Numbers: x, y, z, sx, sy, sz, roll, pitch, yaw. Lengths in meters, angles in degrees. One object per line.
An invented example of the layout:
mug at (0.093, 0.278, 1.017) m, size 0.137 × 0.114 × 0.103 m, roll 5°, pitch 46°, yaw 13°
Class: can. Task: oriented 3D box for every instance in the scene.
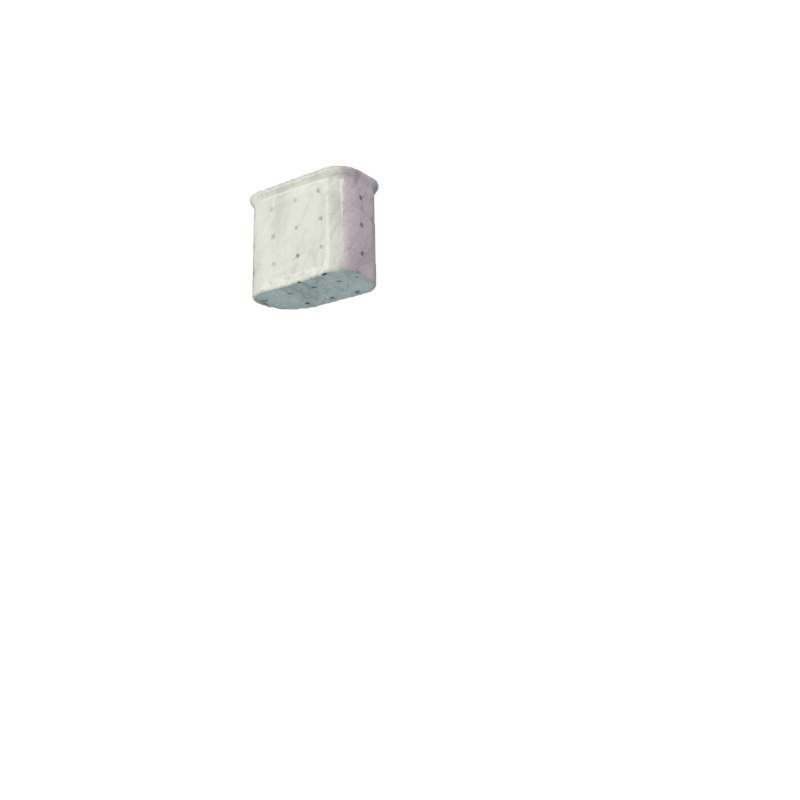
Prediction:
can at (-0.066, -0.120, 0.841) m, size 0.104 × 0.088 × 0.054 m, roll -14°, pitch -24°, yaw 34°
